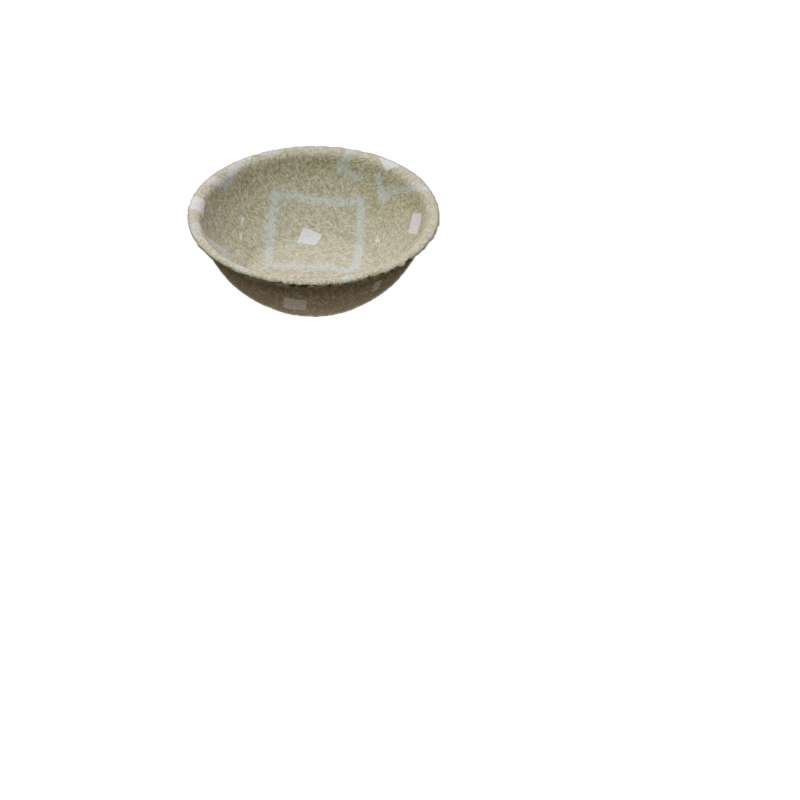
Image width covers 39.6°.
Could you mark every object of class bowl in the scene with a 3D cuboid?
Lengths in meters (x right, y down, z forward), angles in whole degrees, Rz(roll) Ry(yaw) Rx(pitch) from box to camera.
[{"bbox_3d":[-0.057,-0.103,0.724,0.162,0.051,0.174,-1,40,-2],"label":"bowl"}]
